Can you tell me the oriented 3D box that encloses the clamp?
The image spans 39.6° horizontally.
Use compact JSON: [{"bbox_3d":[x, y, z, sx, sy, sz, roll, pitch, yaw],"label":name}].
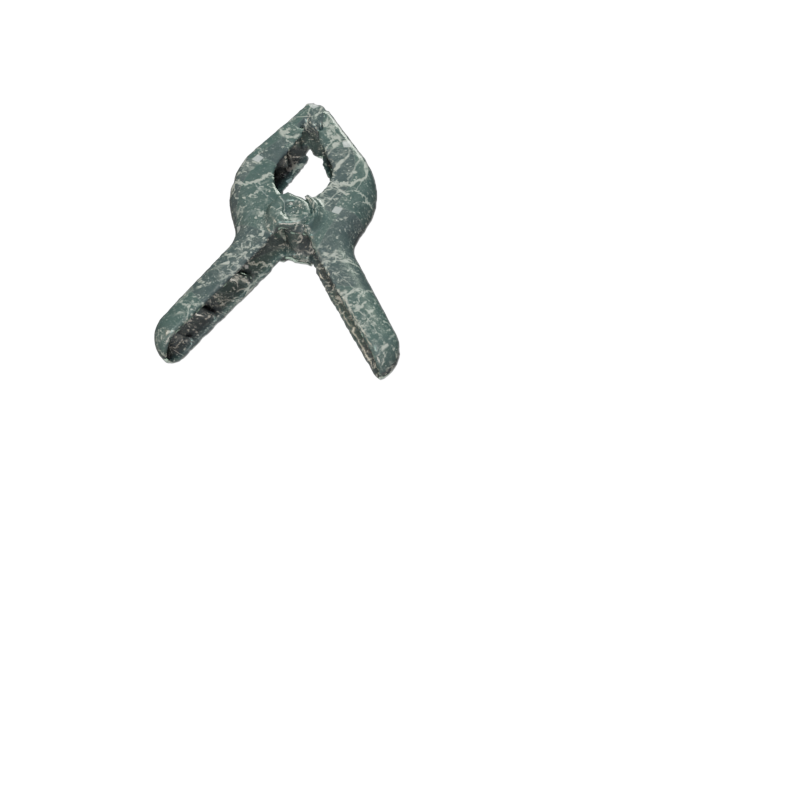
[{"bbox_3d":[-0.045,-0.083,0.578,0.122,0.180,0.037,13,-30,7],"label":"clamp"}]
